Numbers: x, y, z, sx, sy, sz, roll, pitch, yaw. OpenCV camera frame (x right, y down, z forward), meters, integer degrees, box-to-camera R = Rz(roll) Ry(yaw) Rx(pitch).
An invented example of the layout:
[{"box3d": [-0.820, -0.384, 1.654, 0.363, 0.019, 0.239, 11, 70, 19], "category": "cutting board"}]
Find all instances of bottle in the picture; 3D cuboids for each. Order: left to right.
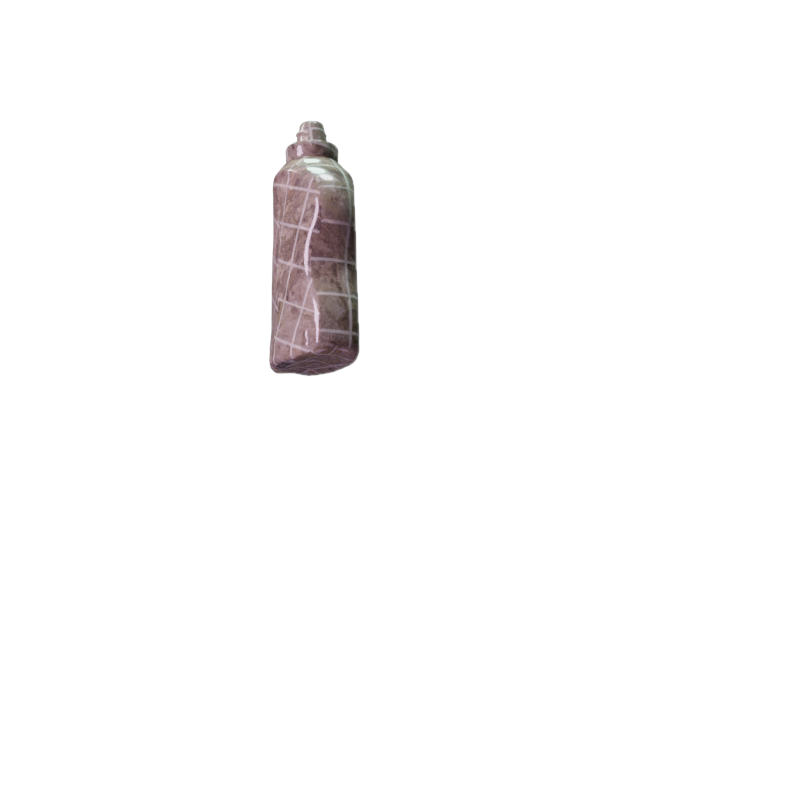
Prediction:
[{"box3d": [-0.066, -0.120, 0.839, 0.057, 0.199, 0.095, 6, -17, -23], "category": "bottle"}]
